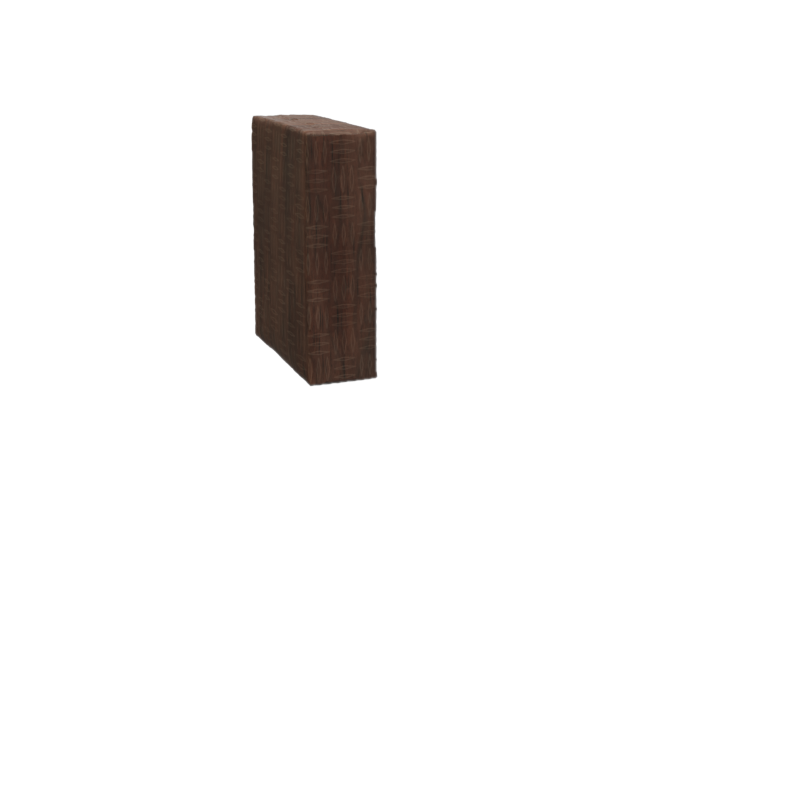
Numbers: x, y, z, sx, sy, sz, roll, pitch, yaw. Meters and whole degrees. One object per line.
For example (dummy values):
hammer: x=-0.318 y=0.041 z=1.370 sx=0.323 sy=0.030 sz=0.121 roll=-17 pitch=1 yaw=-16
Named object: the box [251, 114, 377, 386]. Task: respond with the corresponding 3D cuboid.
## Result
box: x=-0.077 y=-0.140 z=0.982 sx=0.070 sy=0.207 sz=0.173 roll=-4 pitch=15 yaw=-22
